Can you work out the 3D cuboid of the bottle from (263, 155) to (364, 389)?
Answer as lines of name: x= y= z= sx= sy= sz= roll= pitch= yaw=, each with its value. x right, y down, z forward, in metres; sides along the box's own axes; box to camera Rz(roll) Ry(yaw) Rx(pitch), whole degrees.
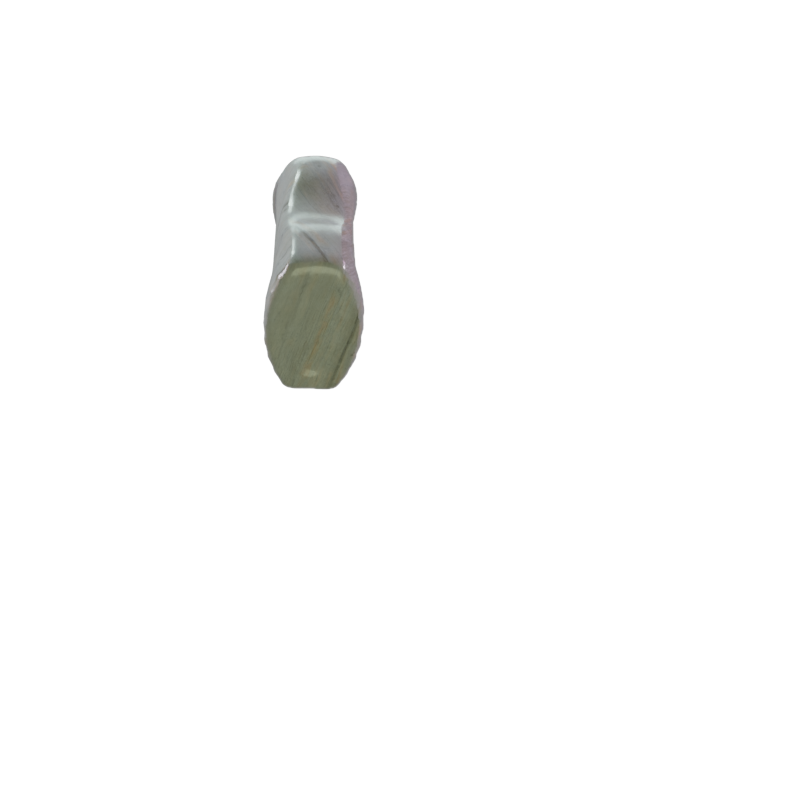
bottle: x=-0.055 y=-0.102 z=0.711 sx=0.058 sy=0.090 sz=0.205 roll=0 pitch=37 yaw=-4
